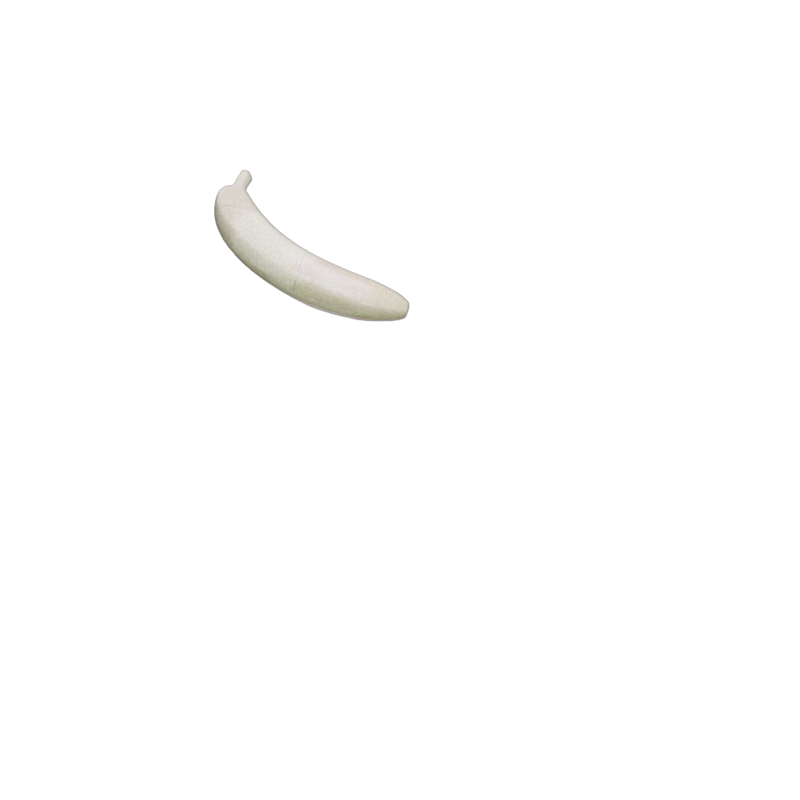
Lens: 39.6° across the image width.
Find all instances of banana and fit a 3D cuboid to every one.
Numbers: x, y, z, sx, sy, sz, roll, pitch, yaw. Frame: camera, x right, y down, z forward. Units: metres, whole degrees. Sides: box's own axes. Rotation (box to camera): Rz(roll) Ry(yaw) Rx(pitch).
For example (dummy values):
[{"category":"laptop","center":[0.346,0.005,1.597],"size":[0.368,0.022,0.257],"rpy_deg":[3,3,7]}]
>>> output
[{"category":"banana","center":[-0.082,-0.113,0.843],"size":[0.070,0.034,0.211],"rpy_deg":[-35,60,-24]}]
